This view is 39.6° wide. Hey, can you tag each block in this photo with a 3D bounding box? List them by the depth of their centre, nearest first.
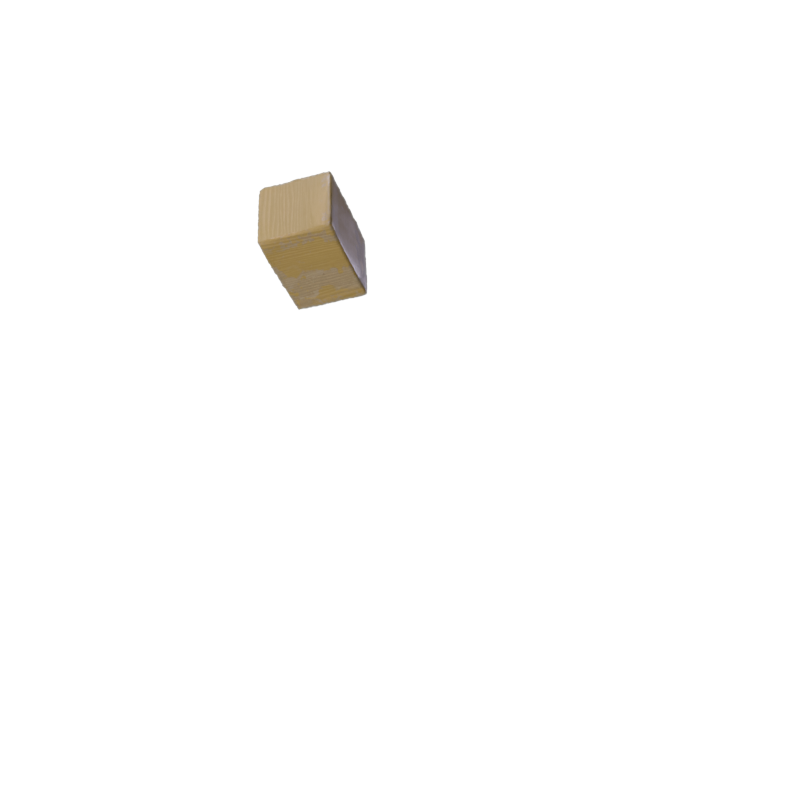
[{"bbox_3d":[-0.059,-0.108,0.754,0.053,0.055,0.072,-12,-39,13],"label":"block"}]
